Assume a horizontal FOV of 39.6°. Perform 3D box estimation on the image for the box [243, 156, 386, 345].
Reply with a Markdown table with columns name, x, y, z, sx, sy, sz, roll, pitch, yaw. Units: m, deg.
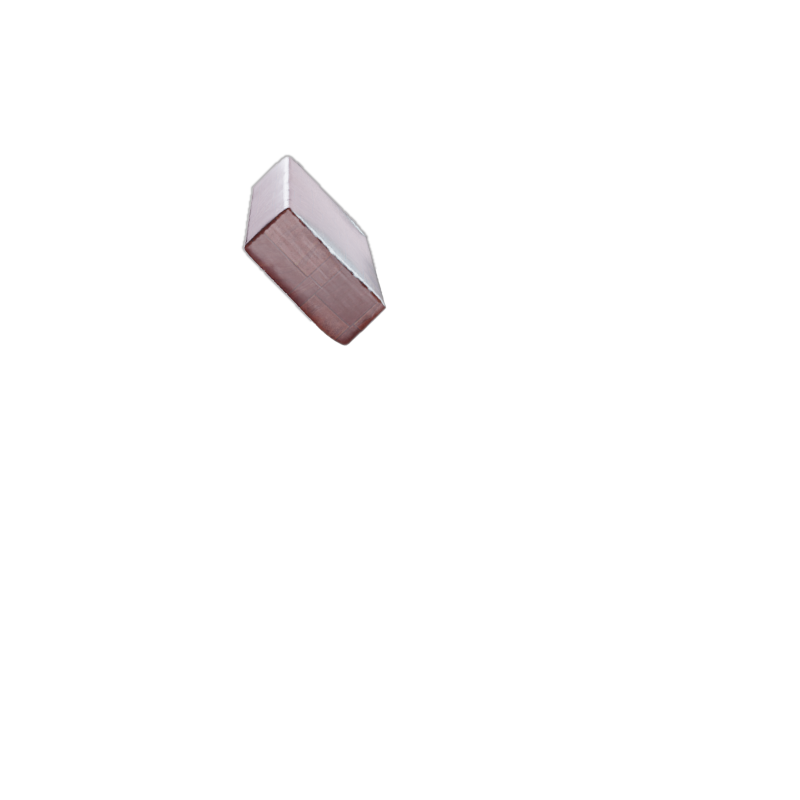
| name | x | y | z | sx | sy | sz | roll | pitch | yaw |
| --- | --- | --- | --- | --- | --- | --- | --- | --- | --- |
| box | -0.060 | -0.110 | 0.769 | 0.048 | 0.090 | 0.185 | -41 | 20 | 13 |
